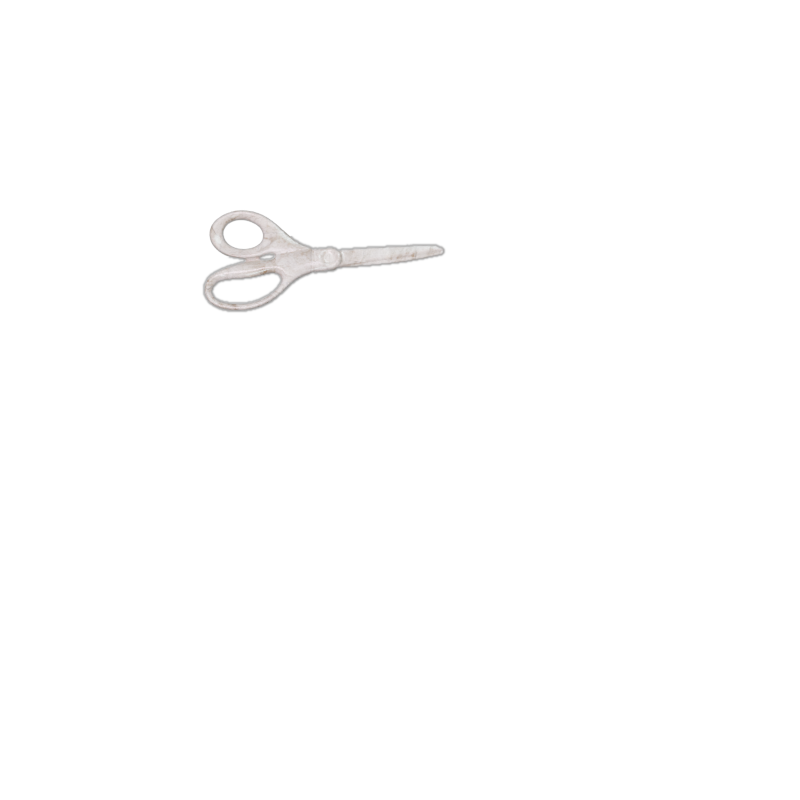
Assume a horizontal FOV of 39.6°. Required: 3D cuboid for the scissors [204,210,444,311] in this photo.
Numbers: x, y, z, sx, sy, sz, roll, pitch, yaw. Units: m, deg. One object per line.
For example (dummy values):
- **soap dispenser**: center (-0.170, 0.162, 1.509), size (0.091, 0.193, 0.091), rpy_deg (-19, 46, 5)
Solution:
- **scissors**: center (-0.073, -0.134, 0.938), size (0.201, 0.101, 0.015), rpy_deg (-20, -17, -6)
